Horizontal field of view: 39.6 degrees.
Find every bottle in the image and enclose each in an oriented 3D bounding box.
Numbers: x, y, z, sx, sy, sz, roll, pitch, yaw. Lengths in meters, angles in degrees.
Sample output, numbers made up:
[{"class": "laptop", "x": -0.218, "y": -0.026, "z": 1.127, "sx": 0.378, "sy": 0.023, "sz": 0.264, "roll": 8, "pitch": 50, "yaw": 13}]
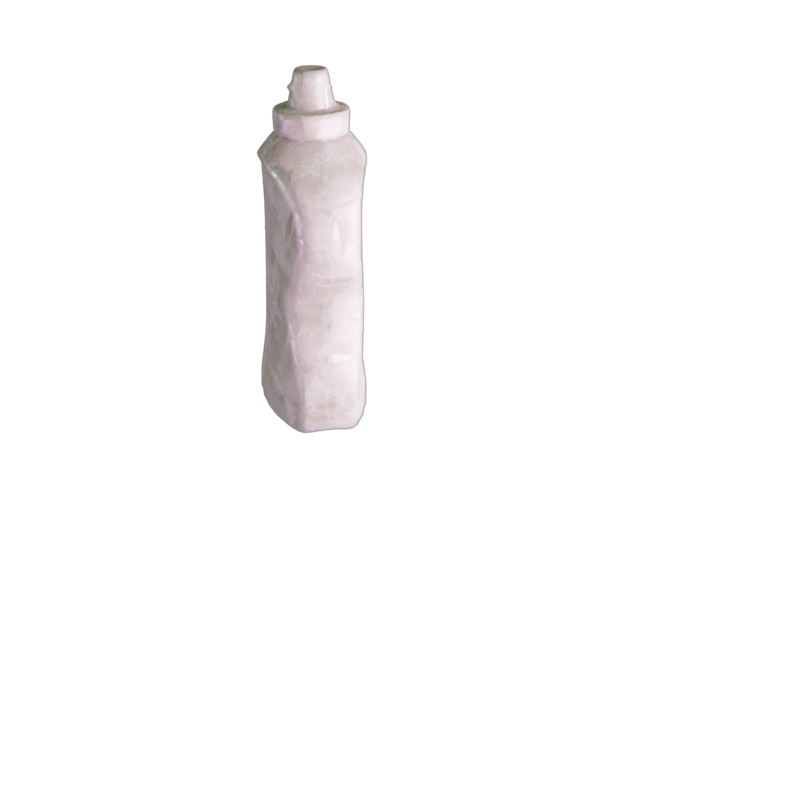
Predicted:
[{"class": "bottle", "x": -0.048, "y": -0.086, "z": 0.605, "sx": 0.058, "sy": 0.183, "sz": 0.102, "roll": -3, "pitch": 23, "yaw": -12}]
